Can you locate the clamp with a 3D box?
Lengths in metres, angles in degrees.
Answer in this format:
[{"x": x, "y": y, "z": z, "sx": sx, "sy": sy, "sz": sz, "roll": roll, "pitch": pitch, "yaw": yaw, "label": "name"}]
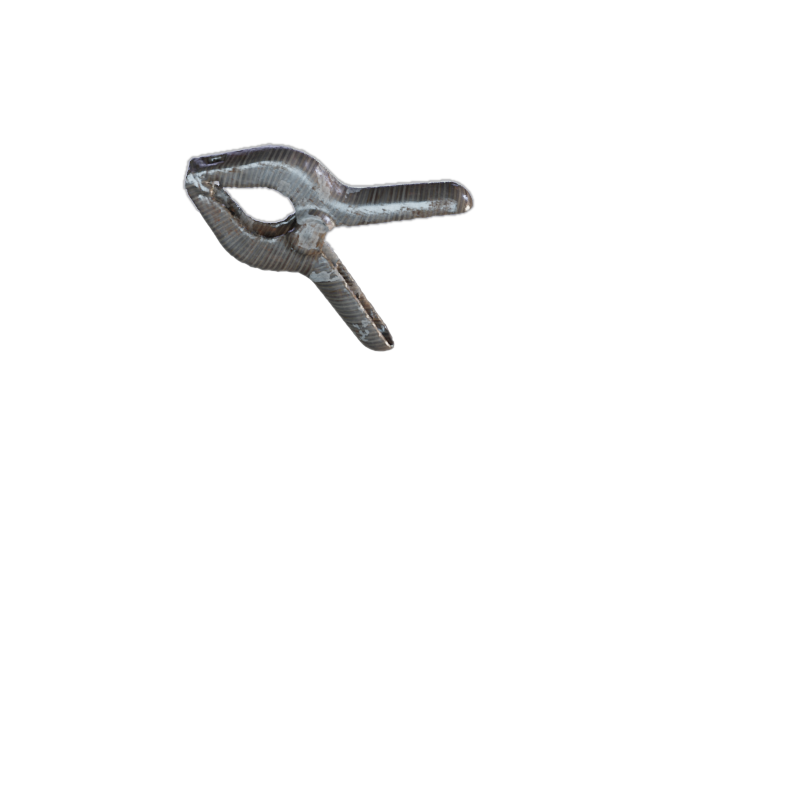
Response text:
[{"x": -0.053, "y": -0.097, "z": 0.678, "sx": 0.170, "sy": 0.116, "sz": 0.041, "roll": 16, "pitch": 18, "yaw": -5, "label": "clamp"}]
